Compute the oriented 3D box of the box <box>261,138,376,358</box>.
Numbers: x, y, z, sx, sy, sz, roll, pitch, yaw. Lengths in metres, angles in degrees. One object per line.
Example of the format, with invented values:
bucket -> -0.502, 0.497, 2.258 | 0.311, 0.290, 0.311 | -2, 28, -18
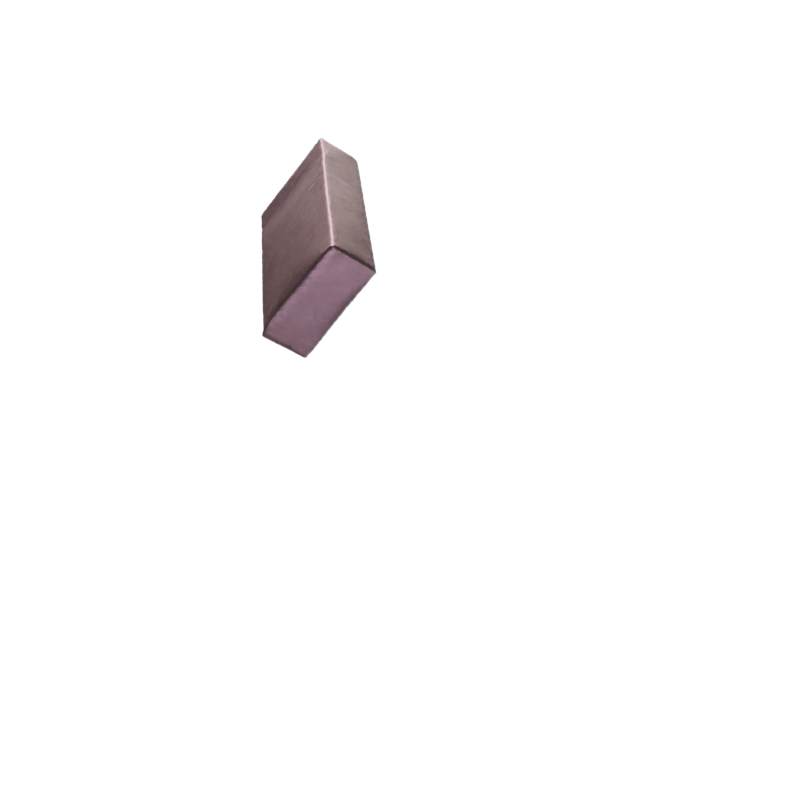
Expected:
box -> -0.067, -0.122, 0.858 | 0.046, 0.091, 0.188 | 30, 28, -23
